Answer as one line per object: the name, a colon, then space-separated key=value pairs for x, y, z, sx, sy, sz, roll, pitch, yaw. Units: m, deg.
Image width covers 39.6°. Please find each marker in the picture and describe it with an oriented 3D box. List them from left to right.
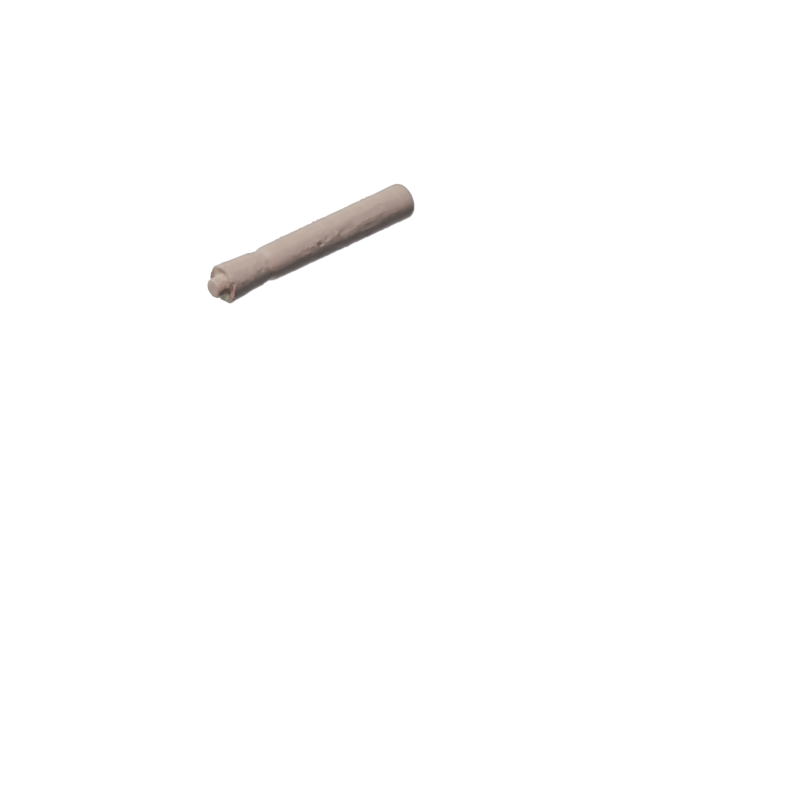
marker: x=-0.042 y=-0.076 z=0.535 sx=0.121 sy=0.019 sz=0.021 roll=-31 pitch=22 yaw=-33
